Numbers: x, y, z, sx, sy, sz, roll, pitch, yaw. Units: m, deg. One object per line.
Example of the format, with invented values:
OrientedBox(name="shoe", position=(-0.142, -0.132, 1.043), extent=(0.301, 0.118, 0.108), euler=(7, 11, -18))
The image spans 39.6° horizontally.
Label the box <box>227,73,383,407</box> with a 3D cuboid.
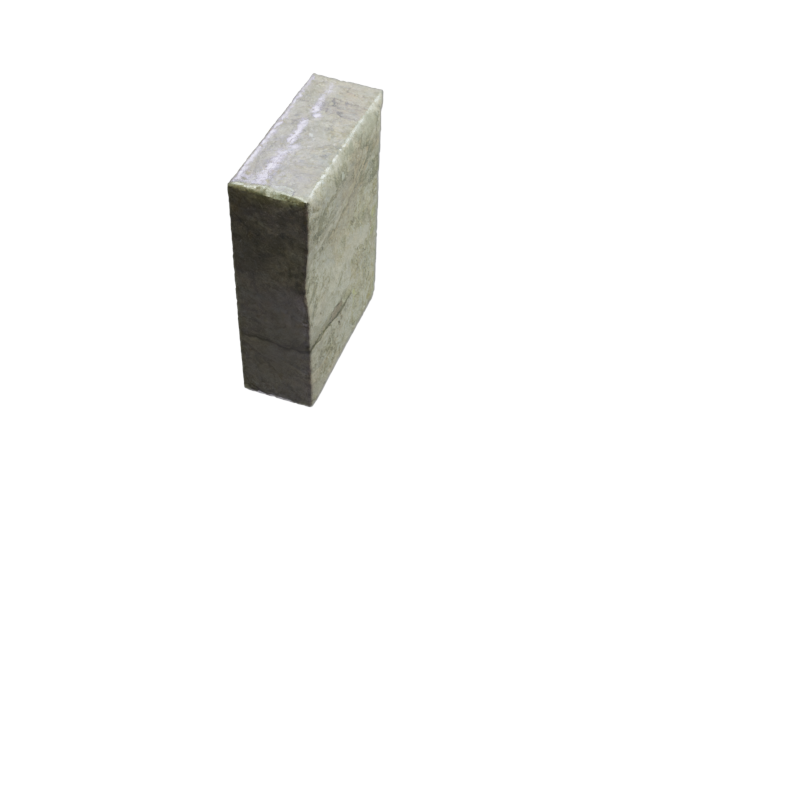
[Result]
OrientedBox(name="box", position=(-0.070, -0.128, 0.896), extent=(0.074, 0.199, 0.171), euler=(15, 45, 11))
